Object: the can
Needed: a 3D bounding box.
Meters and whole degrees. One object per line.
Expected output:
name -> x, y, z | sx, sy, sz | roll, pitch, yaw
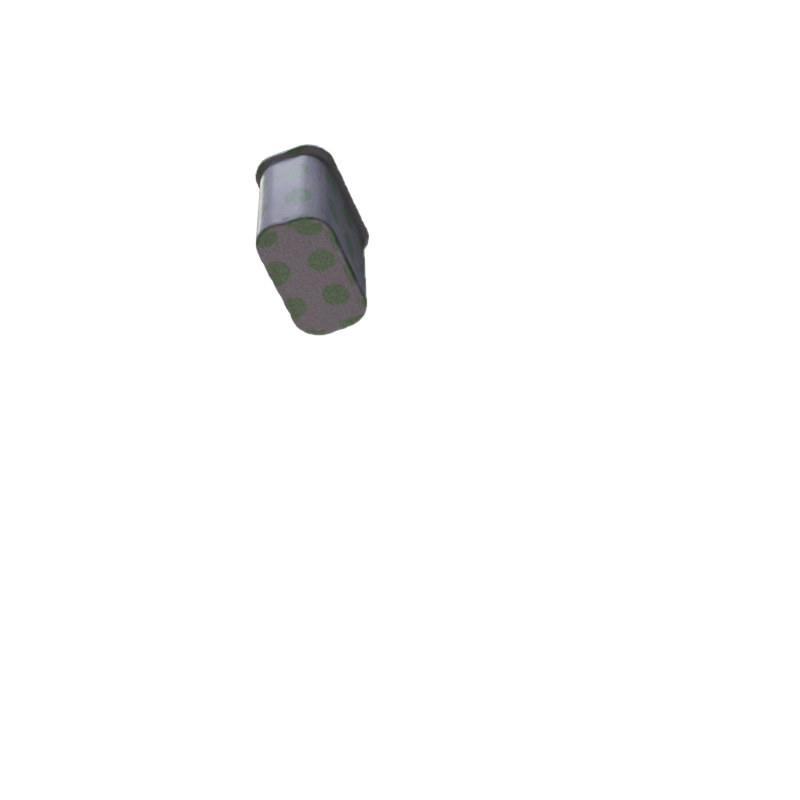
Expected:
can -> -0.059, -0.107, 0.751 | 0.058, 0.094, 0.090 | -18, 39, 12
